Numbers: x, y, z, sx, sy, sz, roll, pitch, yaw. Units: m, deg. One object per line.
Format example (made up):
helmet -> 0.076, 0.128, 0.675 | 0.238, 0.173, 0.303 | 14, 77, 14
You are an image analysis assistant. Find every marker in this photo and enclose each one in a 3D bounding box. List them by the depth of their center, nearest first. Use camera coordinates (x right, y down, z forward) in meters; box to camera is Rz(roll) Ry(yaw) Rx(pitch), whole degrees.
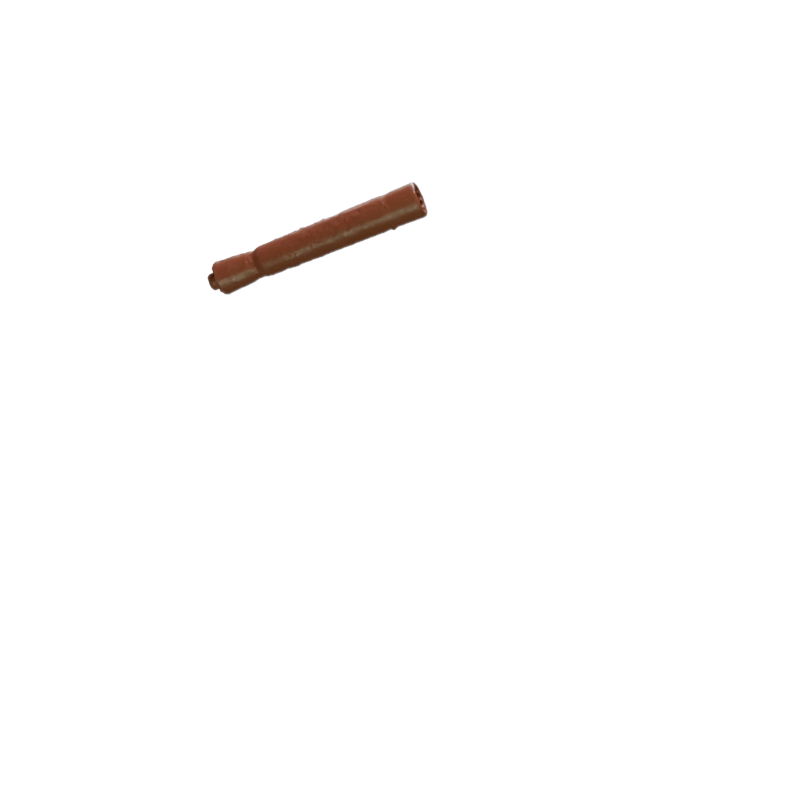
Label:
marker -> -0.045, -0.082, 0.575 | 0.121, 0.020, 0.019 | -20, -1, 15
